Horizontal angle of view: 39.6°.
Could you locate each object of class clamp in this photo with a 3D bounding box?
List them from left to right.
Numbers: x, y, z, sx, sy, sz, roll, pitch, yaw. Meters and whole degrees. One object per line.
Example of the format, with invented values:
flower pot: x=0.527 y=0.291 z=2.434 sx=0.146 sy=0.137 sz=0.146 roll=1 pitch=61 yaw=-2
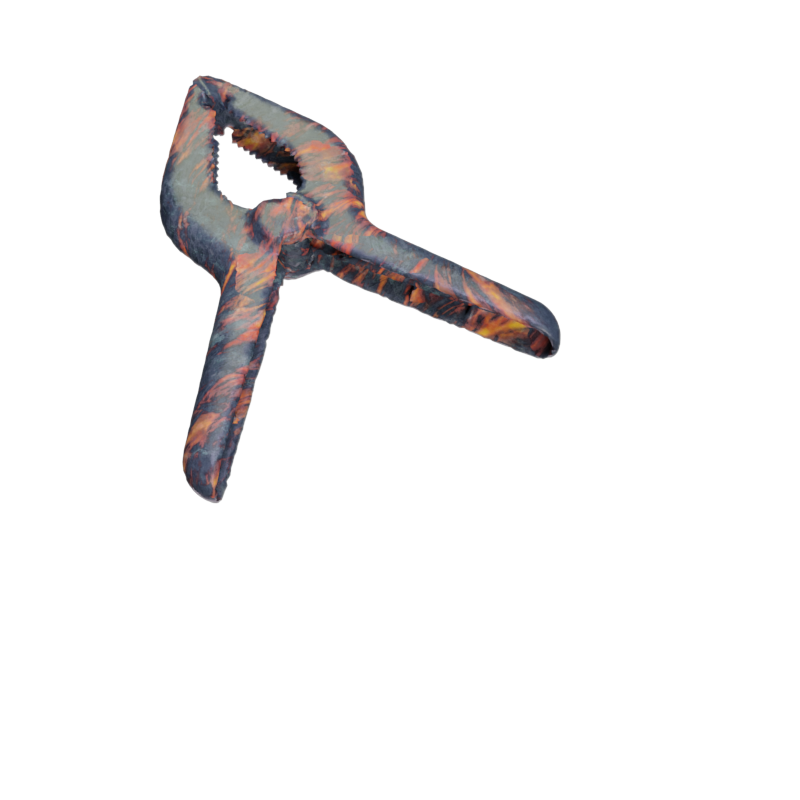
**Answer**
clamp: x=-0.039 y=-0.071 z=0.494 sx=0.163 sy=0.226 sz=0.034 roll=-16 pitch=-33 yaw=-11
